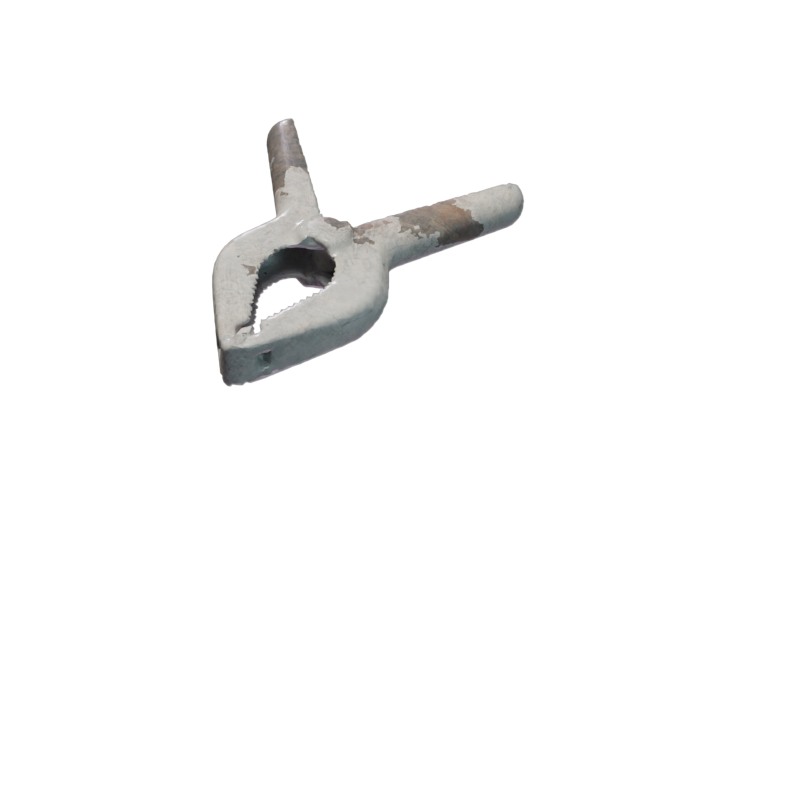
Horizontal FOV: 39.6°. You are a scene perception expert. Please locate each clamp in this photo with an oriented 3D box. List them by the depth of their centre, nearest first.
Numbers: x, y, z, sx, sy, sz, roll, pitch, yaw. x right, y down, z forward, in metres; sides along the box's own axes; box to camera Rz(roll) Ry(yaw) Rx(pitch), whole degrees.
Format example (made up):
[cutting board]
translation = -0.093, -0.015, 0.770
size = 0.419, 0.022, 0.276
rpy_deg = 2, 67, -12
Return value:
[clamp]
translation = -0.048, -0.088, 0.613
size = 0.173, 0.034, 0.215
rpy_deg = 23, 47, 23
